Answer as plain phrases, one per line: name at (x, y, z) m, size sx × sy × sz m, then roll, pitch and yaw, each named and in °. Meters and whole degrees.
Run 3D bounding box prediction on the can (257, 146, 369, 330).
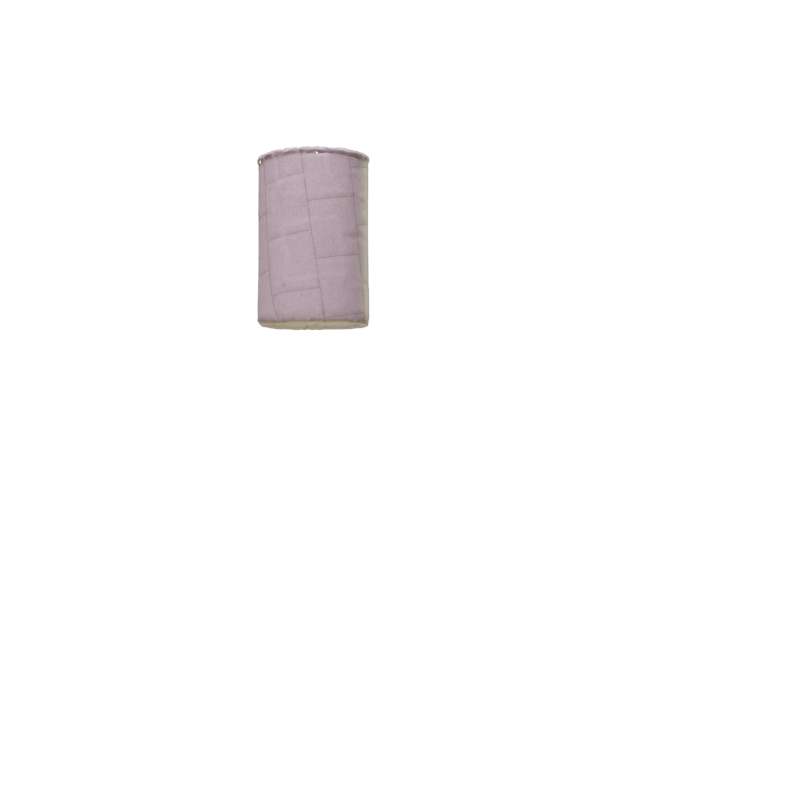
can at (-0.052, -0.095, 0.665) m, size 0.068 × 0.104 × 0.068 m, roll 0°, pitch -6°, yaw -2°
